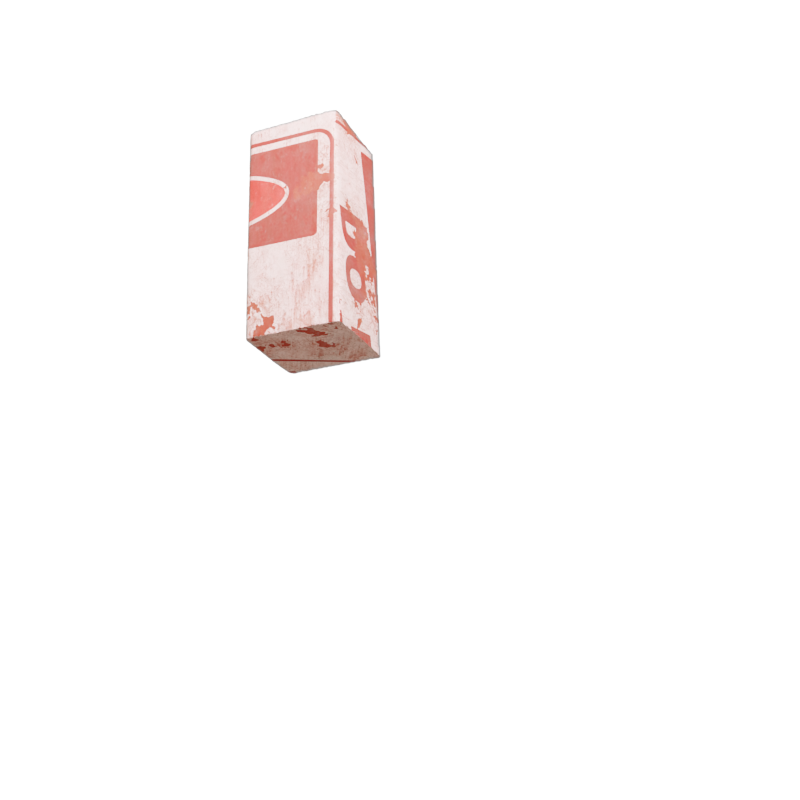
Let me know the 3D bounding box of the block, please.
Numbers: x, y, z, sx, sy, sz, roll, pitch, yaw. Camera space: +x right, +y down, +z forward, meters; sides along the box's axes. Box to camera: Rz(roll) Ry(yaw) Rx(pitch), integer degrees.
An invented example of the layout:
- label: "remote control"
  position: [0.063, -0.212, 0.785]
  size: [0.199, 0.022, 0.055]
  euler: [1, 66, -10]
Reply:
- label: "block"
  position: [-0.078, -0.141, 0.988]
  size: [0.092, 0.218, 0.084]
  euler: [-12, -28, 20]
